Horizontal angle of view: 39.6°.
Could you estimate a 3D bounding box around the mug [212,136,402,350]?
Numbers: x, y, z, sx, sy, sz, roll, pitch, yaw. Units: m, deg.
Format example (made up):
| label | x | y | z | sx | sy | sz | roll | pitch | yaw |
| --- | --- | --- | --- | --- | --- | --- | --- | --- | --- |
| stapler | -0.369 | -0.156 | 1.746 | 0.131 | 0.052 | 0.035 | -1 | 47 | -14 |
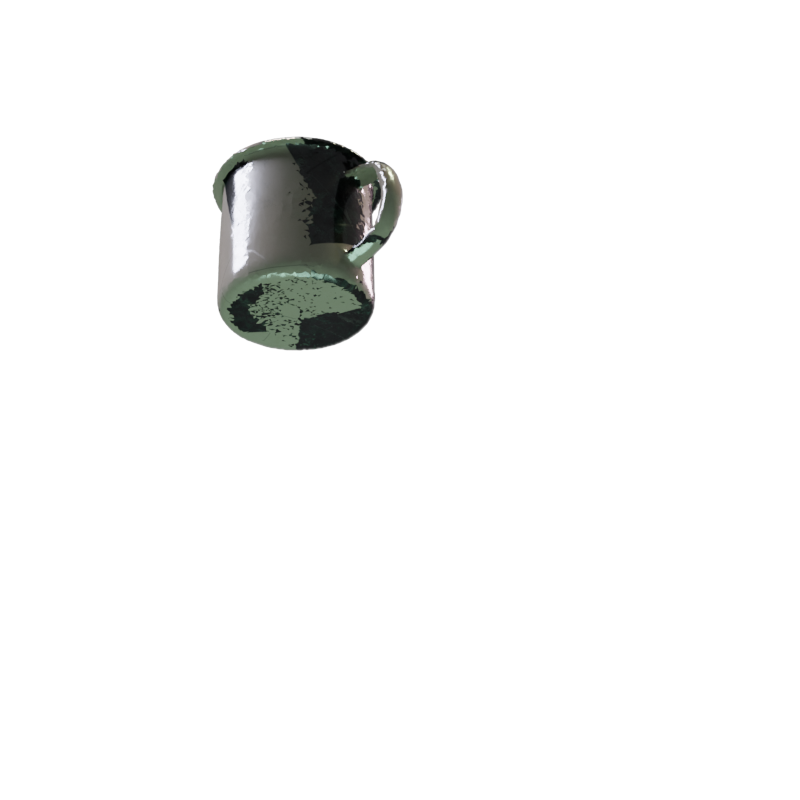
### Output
| label | x | y | z | sx | sy | sz | roll | pitch | yaw |
| --- | --- | --- | --- | --- | --- | --- | --- | --- | --- |
| mug | -0.046 | -0.083 | 0.584 | 0.118 | 0.087 | 0.087 | -23 | -38 | 32 |
